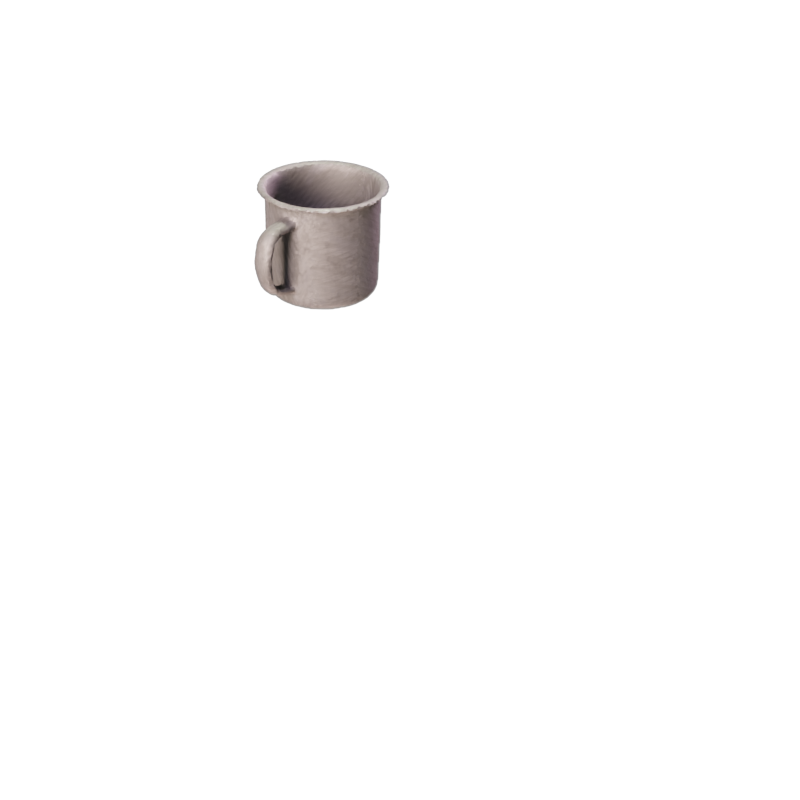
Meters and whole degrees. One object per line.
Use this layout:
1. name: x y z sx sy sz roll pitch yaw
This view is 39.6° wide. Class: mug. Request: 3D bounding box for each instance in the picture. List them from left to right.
1. mug: -0.062 -0.112 0.788 0.098 0.077 0.118 18 34 27
